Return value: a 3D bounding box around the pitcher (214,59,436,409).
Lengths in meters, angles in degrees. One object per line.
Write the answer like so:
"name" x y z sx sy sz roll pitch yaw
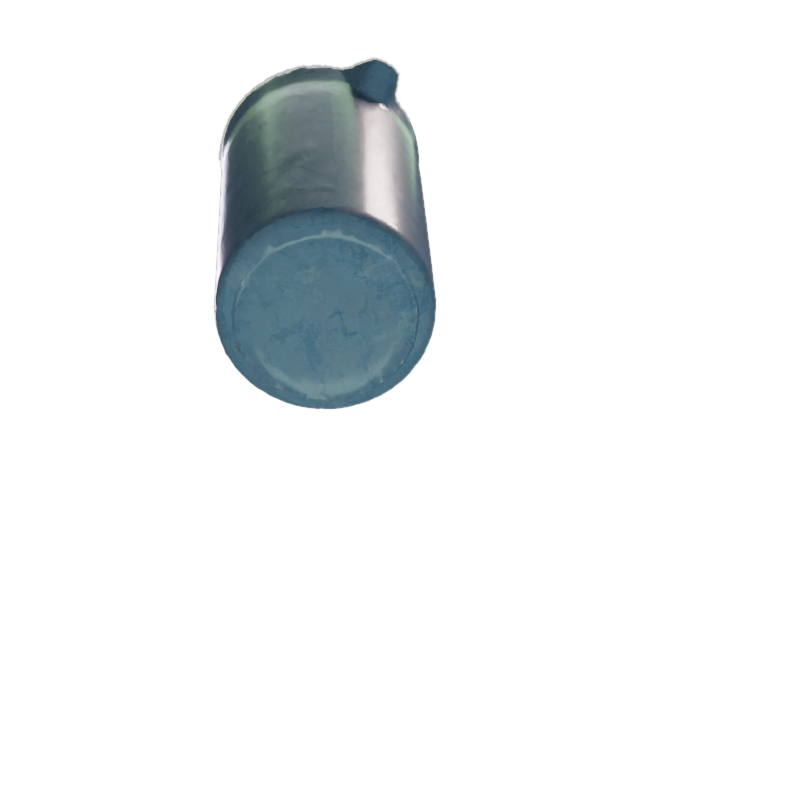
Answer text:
"pitcher" -0.050 -0.092 0.641 0.145 0.140 0.257 -12 28 3
